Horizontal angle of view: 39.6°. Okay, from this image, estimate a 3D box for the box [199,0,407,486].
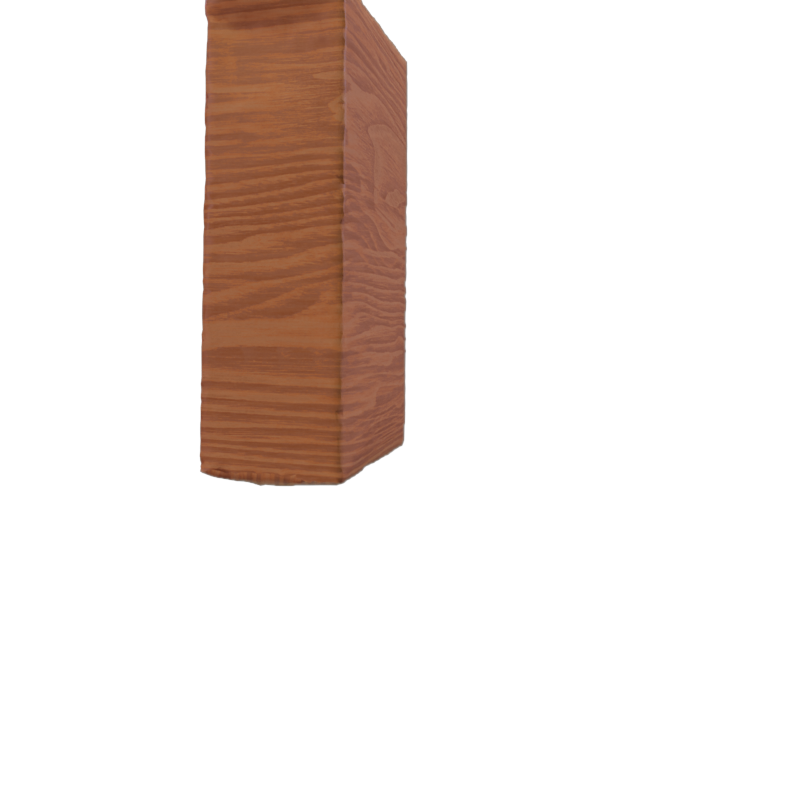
[{"bbox_3d":[-0.042,-0.077,0.538,0.073,0.216,0.161,-1,-1,10],"label":"box"}]
